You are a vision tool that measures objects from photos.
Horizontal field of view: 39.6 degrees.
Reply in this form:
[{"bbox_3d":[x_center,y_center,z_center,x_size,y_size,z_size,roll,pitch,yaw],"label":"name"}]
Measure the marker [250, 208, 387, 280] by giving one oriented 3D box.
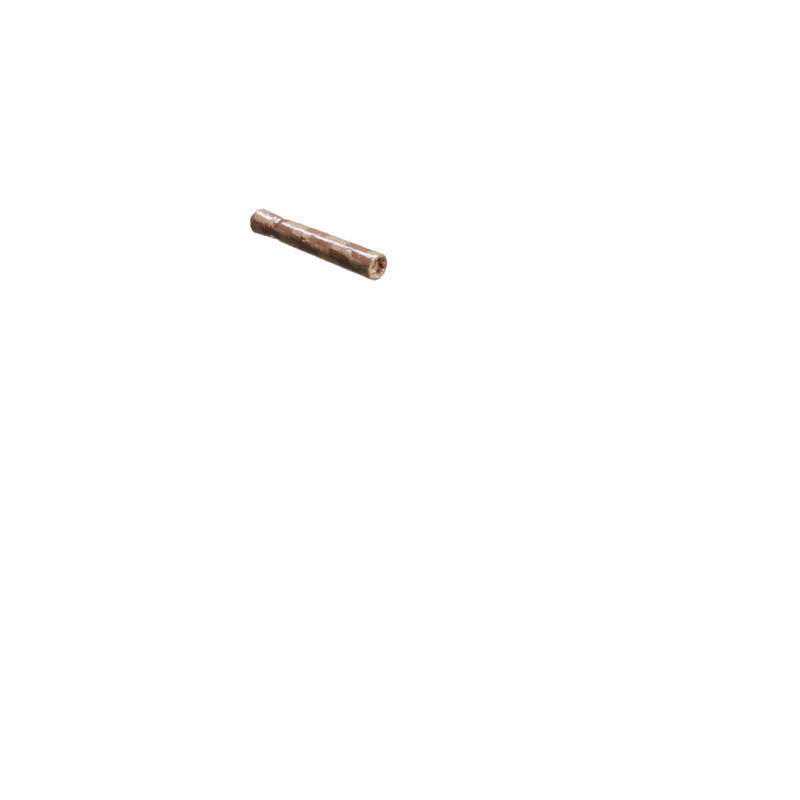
[{"bbox_3d":[-0.060,-0.110,0.768,0.129,0.019,0.019,26,19,37],"label":"marker"}]
